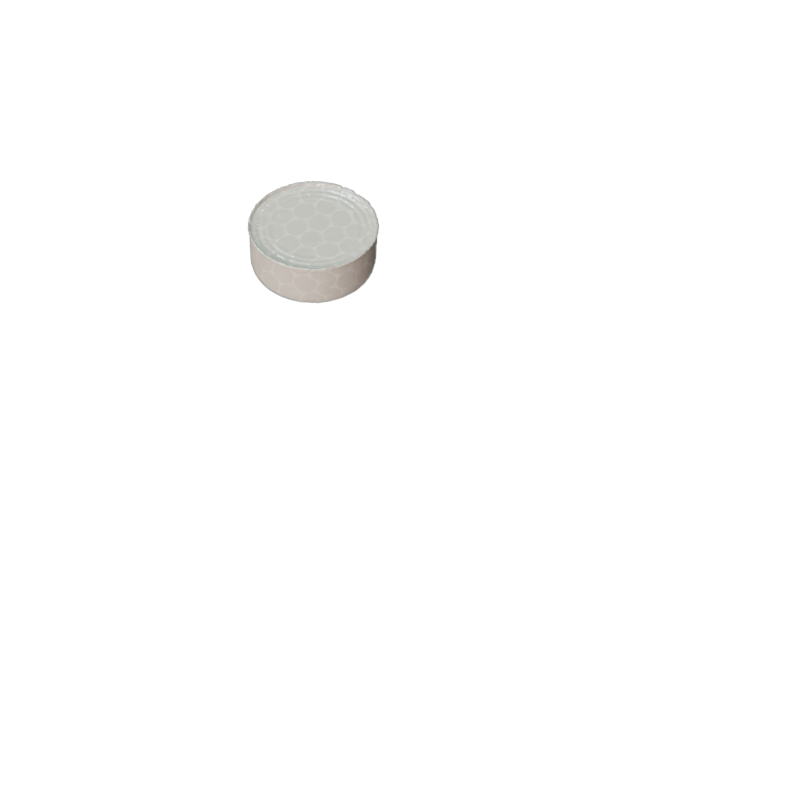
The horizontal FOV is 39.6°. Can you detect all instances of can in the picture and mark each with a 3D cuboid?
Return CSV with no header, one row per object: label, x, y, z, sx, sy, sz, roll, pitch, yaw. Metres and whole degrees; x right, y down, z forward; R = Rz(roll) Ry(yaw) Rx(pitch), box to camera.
can,-0.058,-0.105,0.735,0.086,0.092,0.031,-1,-43,-1
